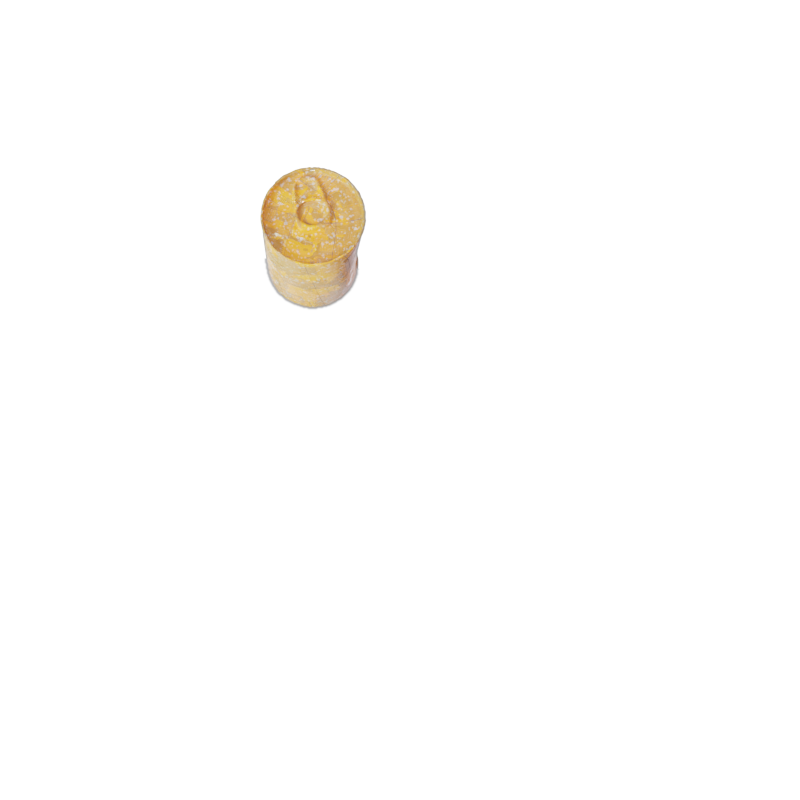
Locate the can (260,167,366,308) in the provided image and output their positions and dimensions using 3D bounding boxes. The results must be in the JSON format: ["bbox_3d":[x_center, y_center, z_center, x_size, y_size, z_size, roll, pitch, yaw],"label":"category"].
[{"bbox_3d":[-0.059,-0.108,0.760,0.068,0.071,0.098,0,-15,-3],"label":"can"}]
